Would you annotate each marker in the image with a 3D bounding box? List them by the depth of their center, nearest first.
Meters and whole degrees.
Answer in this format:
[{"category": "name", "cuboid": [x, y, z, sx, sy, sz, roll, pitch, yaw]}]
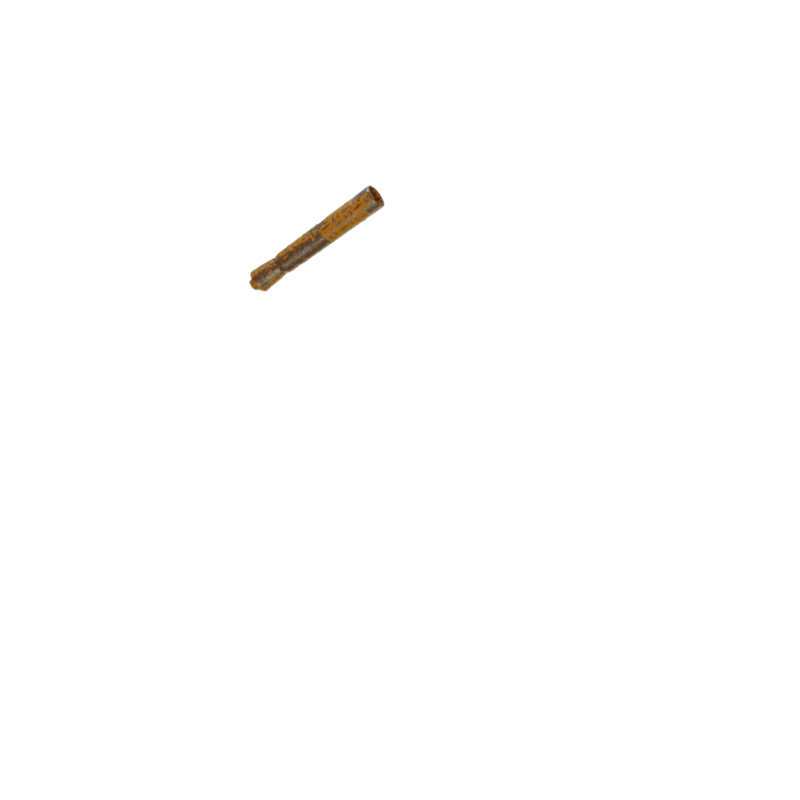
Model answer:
[{"category": "marker", "cuboid": [-0.064, -0.117, 0.816, 0.120, 0.020, 0.019, -33, -10, 22]}]
